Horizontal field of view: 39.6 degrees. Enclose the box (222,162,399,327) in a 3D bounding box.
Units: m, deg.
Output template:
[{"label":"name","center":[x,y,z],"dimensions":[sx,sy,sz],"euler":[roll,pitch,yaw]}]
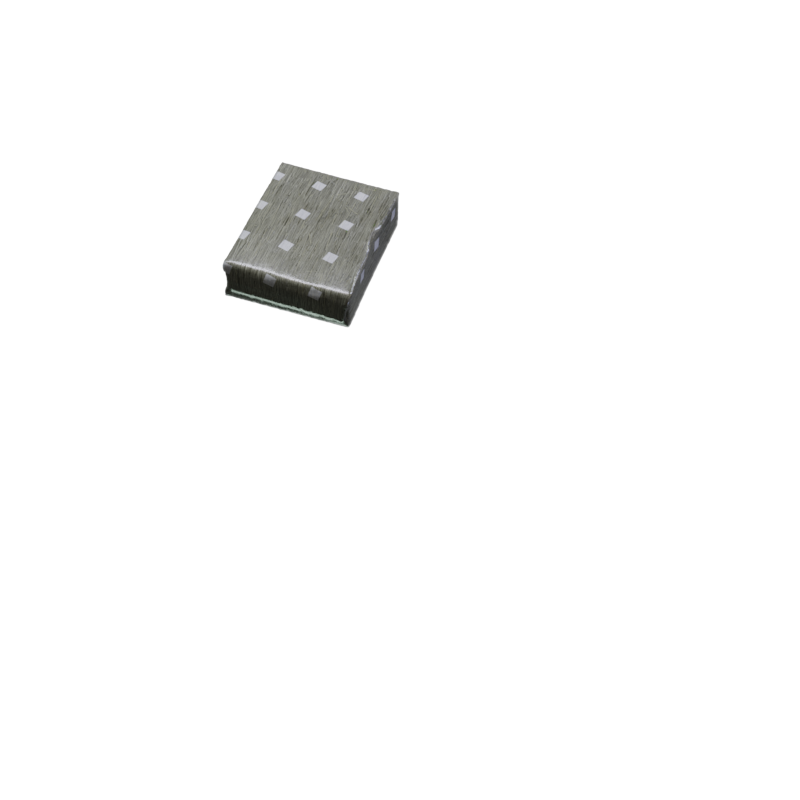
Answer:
[{"label":"box","center":[-0.048,-0.088,0.618],"dimensions":[0.075,0.093,0.028],"euler":[15,-39,12]}]
